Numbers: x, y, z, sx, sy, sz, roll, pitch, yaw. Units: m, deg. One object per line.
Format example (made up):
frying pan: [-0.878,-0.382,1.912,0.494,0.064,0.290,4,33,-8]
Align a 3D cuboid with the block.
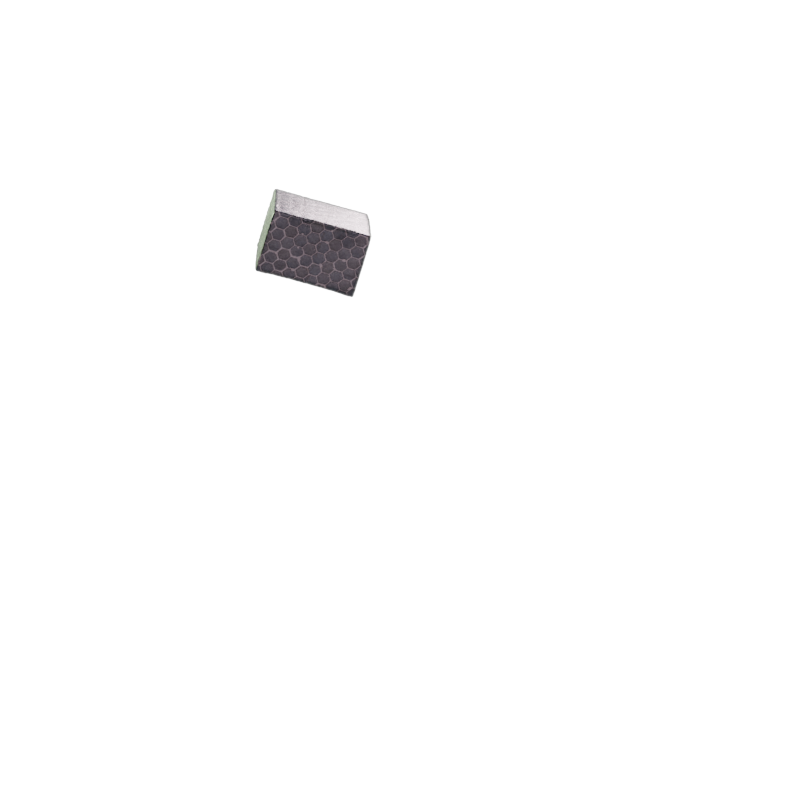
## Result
block: [-0.066,-0.121,0.846,0.077,0.051,0.054,16,23,-8]
